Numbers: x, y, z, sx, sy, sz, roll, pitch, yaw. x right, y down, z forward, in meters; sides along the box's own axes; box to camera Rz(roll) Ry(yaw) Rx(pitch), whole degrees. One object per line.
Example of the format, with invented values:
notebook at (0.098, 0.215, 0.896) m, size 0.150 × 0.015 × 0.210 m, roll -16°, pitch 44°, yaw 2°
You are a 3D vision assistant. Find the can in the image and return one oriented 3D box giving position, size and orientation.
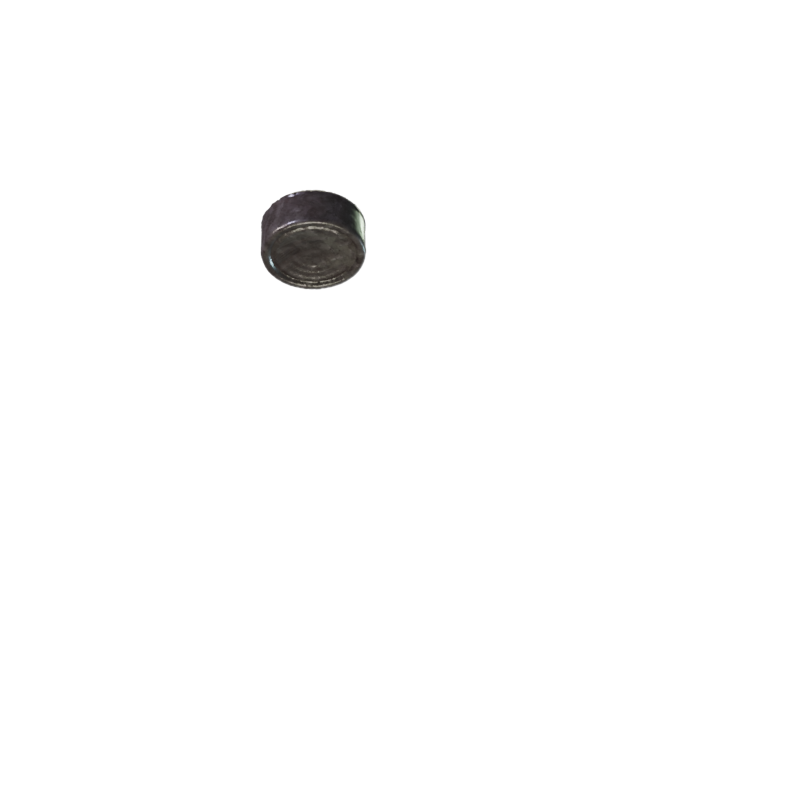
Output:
can at (-0.070, -0.128, 0.897) m, size 0.086 × 0.036 × 0.080 m, roll 1°, pitch -38°, yaw -2°
